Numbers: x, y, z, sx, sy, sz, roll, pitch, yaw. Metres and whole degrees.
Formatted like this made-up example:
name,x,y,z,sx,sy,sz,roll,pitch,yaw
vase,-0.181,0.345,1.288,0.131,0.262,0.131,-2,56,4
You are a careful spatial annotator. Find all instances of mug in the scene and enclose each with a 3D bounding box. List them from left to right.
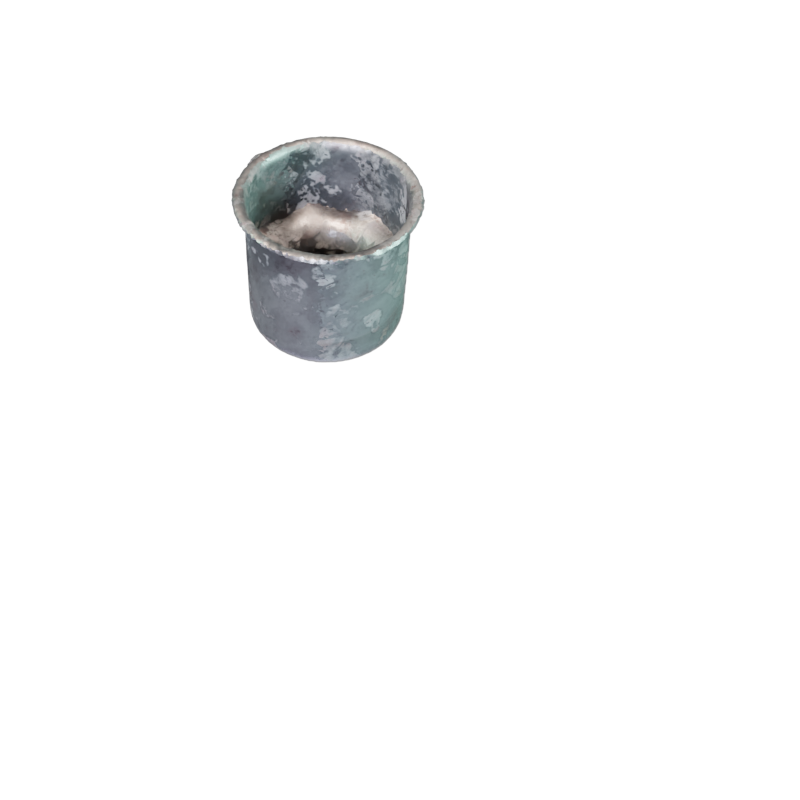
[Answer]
name,x,y,z,sx,sy,sz,roll,pitch,yaw
mug,-0.045,-0.081,0.569,0.093,0.076,0.126,-29,54,-25
